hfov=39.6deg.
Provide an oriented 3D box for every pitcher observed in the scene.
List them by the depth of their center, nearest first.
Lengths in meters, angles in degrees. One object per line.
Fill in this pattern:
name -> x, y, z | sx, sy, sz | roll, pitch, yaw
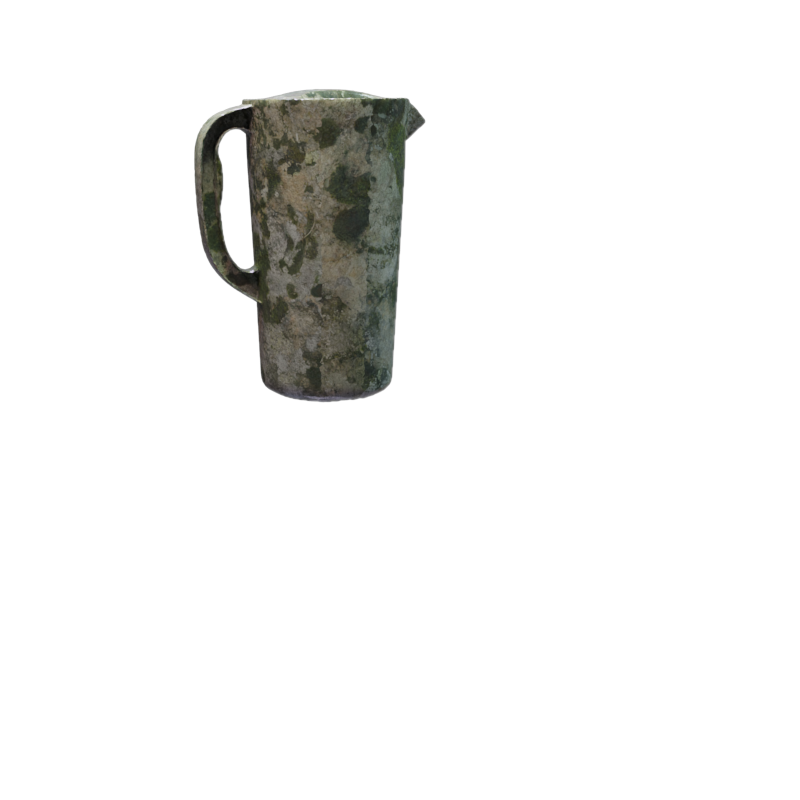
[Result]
pitcher -> -0.070, -0.127, 0.891 | 0.154, 0.238, 0.143 | 4, 10, 23
